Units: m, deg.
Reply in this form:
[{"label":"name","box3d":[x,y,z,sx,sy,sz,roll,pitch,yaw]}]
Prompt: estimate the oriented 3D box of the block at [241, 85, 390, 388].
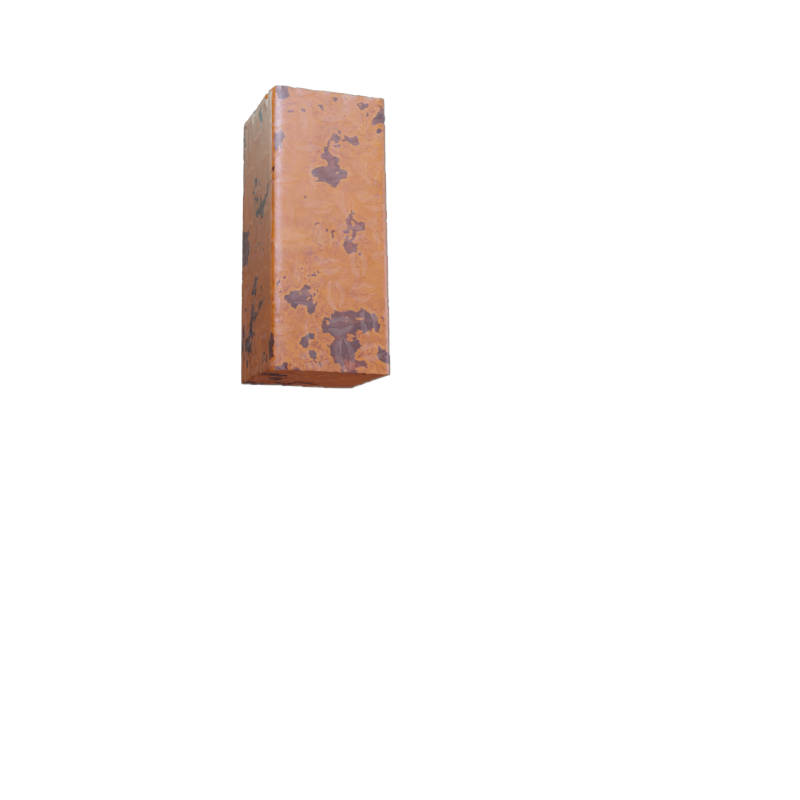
[{"label":"block","box3d":[-0.065,-0.118,0.826,0.088,0.213,0.090,4,-14,-20]}]
